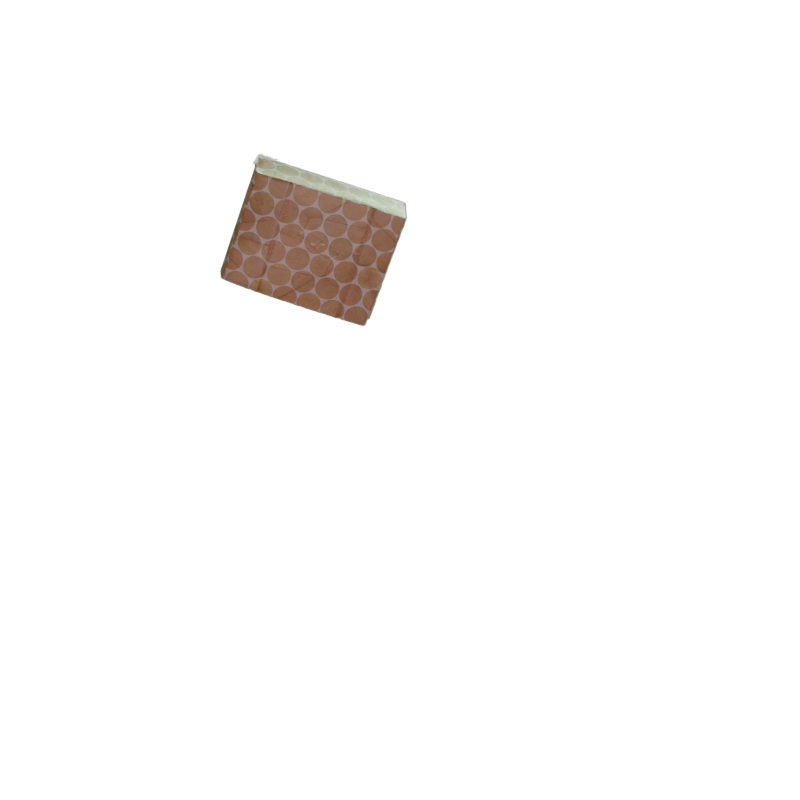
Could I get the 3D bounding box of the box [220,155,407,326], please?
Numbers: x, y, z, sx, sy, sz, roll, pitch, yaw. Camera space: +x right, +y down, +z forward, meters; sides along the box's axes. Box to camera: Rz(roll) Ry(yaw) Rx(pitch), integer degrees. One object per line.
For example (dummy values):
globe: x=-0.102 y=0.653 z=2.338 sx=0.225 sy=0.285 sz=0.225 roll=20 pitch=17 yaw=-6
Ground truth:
box: x=-0.062 y=-0.112 z=0.787 sx=0.112 sy=0.087 sz=0.041 roll=17 pitch=23 yaw=-8
